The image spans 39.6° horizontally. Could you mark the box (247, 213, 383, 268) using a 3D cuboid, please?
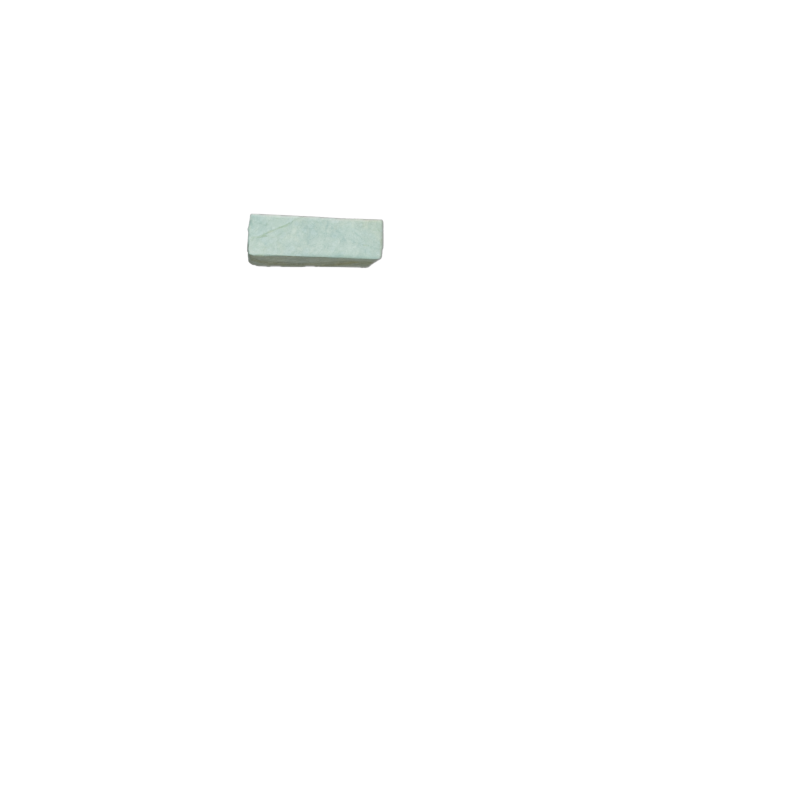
[{"bbox_3d":[-0.074,-0.136,0.950,0.113,0.039,0.090,0,0,-6],"label":"box"}]
